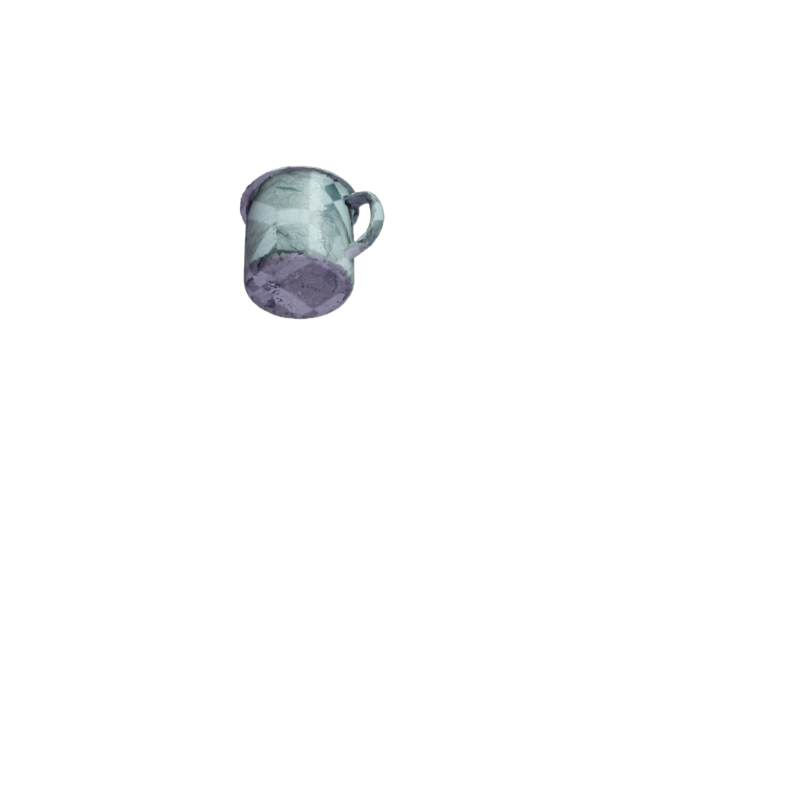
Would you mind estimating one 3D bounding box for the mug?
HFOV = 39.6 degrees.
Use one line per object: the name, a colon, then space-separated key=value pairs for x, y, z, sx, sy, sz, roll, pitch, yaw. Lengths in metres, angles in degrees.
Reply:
mug: x=-0.065 y=-0.118 z=0.827 sx=0.118 sy=0.087 sz=0.086 roll=-17 pitch=-40 yaw=20
